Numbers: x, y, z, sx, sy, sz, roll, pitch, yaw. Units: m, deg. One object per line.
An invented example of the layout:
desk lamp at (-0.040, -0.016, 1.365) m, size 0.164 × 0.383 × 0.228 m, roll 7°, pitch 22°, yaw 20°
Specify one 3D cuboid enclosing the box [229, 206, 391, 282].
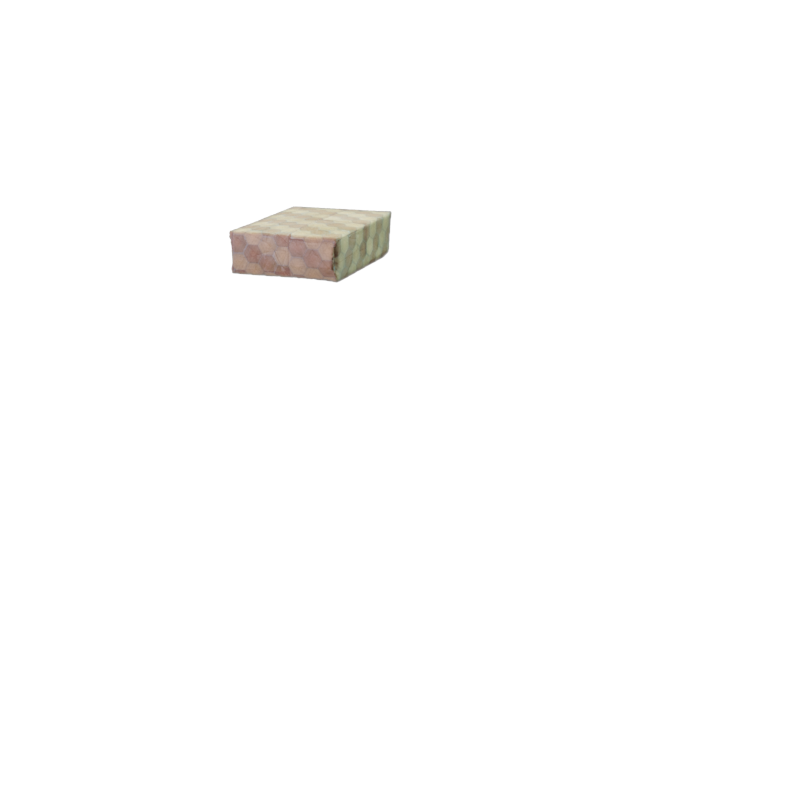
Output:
box at (-0.068, -0.123, 0.864) m, size 0.093 × 0.038 × 0.113 m, roll 7°, pitch 19°, yaw 21°
